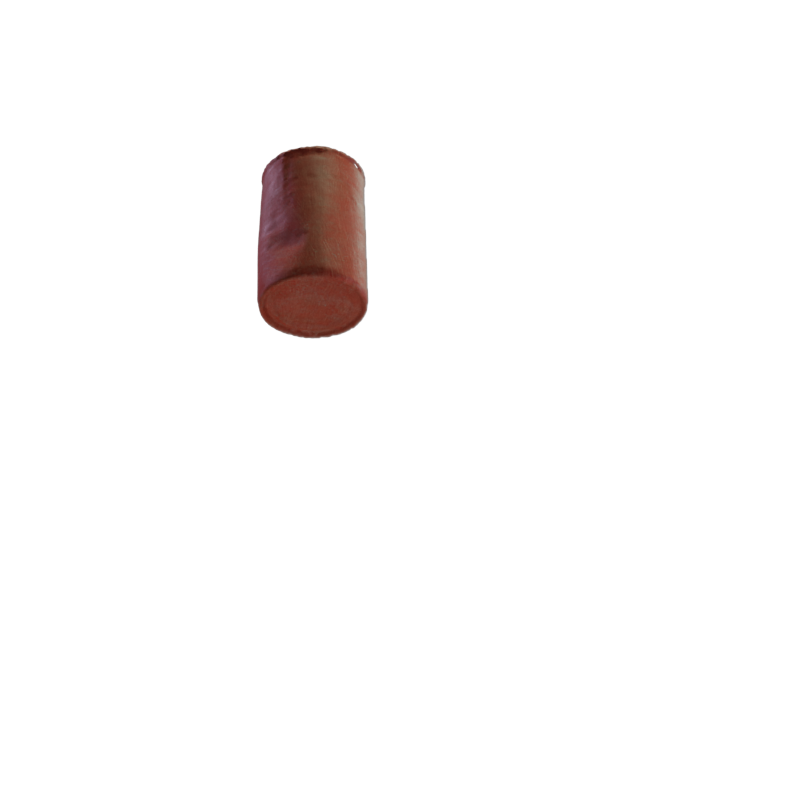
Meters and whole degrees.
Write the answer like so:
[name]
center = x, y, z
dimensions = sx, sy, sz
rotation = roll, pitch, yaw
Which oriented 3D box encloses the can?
[can]
center = -0.054, -0.099, 0.691
dimensions = 0.068, 0.109, 0.064
rotation = -1, -35, -2
